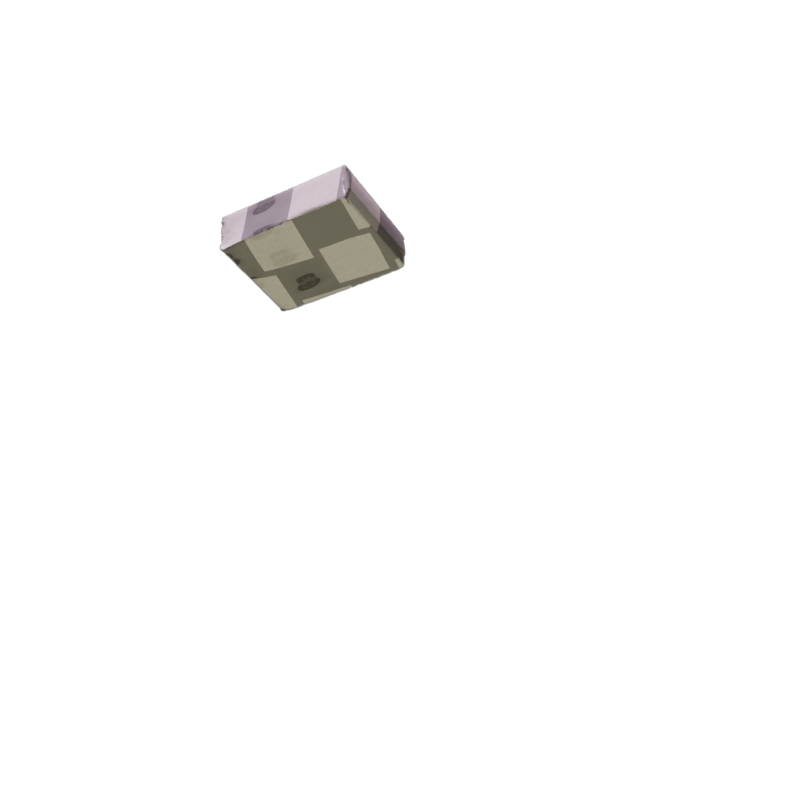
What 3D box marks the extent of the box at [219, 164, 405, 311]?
[{"bbox_3d":[-0.065,-0.119,0.836,0.114,0.042,0.083,-20,-44,22],"label":"box"}]
